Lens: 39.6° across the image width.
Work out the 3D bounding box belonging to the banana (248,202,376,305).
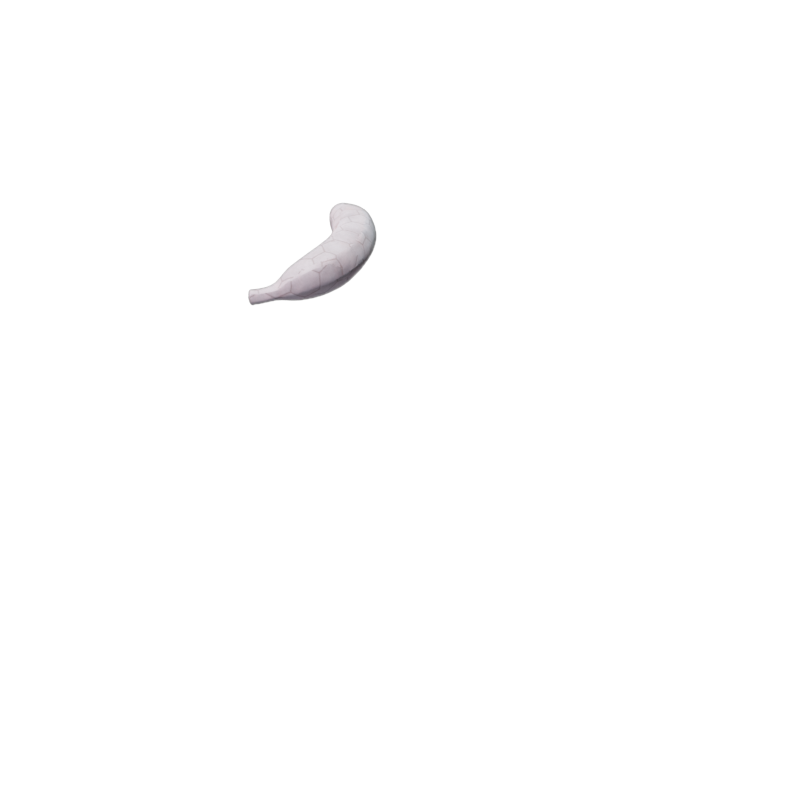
[{"bbox_3d":[-0.055,-0.126,0.910,0.071,0.035,0.203,8,29,15],"label":"banana"}]
